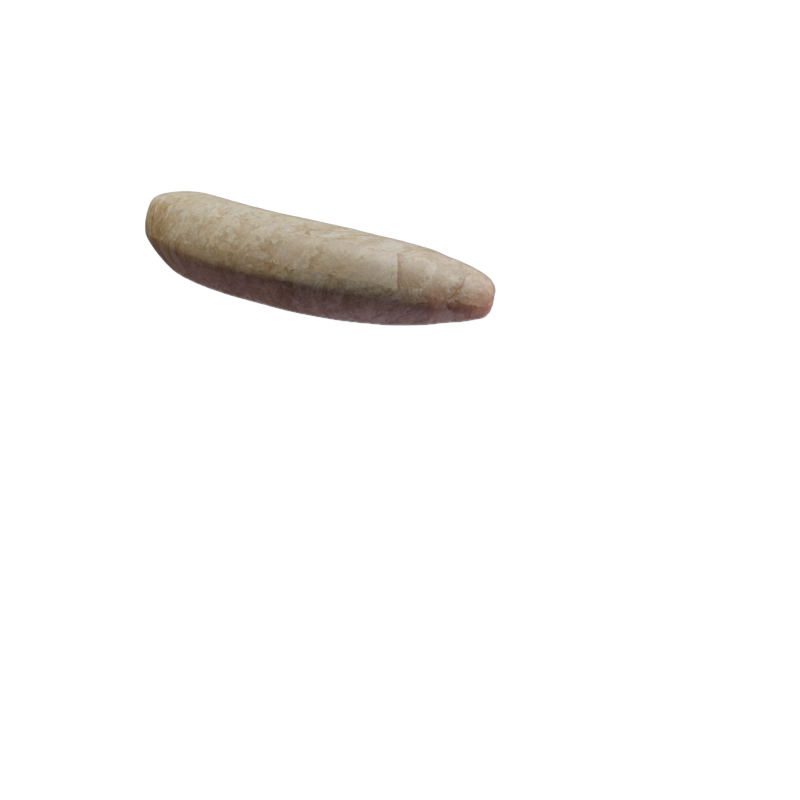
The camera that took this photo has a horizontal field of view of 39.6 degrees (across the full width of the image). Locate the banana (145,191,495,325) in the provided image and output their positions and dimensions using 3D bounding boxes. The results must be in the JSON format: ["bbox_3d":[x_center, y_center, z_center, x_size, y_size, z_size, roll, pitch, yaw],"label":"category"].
[{"bbox_3d":[-0.053,-0.064,0.465,0.068,0.035,0.210,-16,27,-38],"label":"banana"}]
